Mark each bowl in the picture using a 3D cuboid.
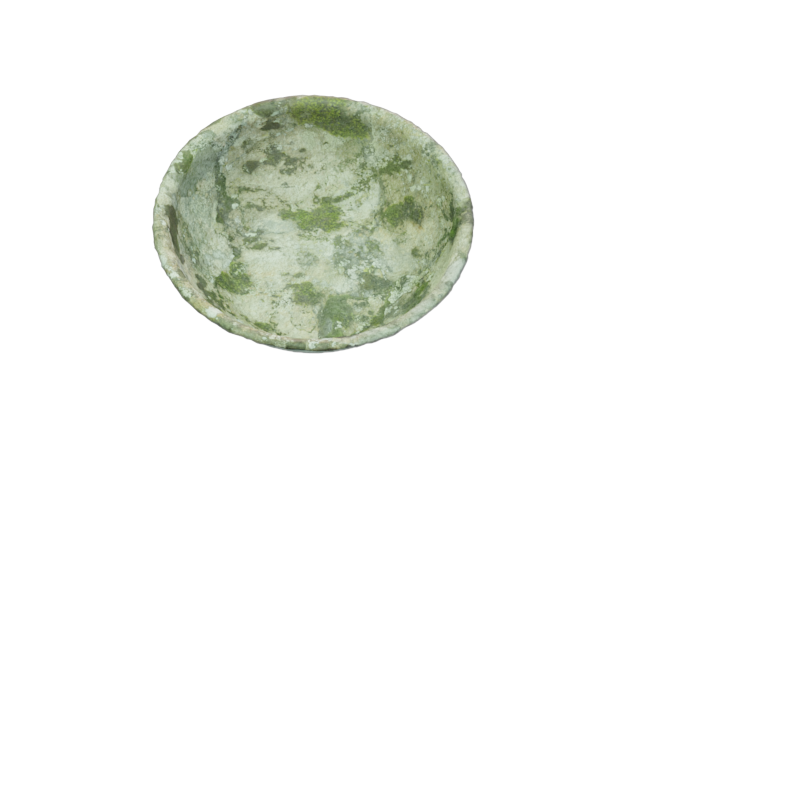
[{"bbox_3d":[-0.045,-0.082,0.577,0.162,0.173,0.051,-1,-34,-1],"label":"bowl"}]
